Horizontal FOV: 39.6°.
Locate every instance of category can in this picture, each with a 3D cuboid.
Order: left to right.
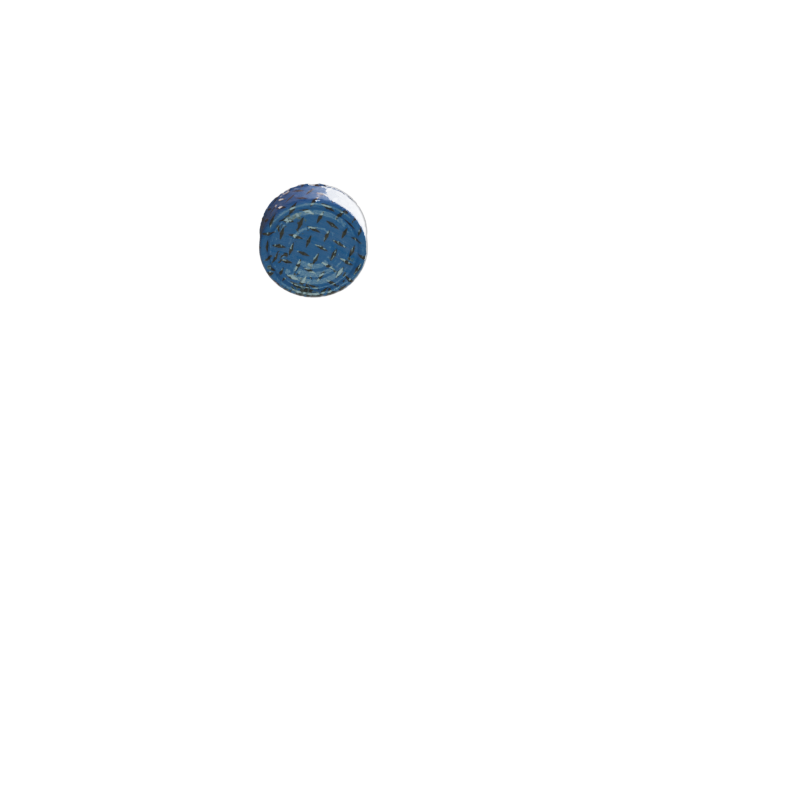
[{"bbox_3d":[-0.068,-0.124,0.868,0.086,0.081,0.035,1,27,-1],"label":"can"}]
